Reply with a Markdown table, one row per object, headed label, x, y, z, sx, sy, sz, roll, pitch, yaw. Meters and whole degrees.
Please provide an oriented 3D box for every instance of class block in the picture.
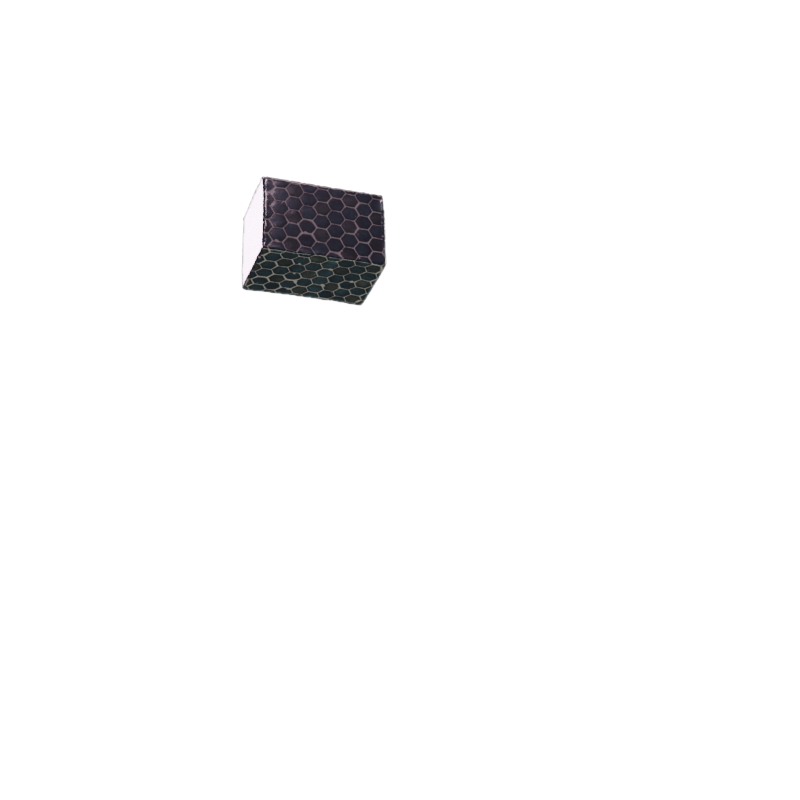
| label | x | y | z | sx | sy | sz | roll | pitch | yaw |
| --- | --- | --- | --- | --- | --- | --- | --- | --- | --- |
| block | -0.053 | -0.096 | 0.671 | 0.076 | 0.054 | 0.051 | 8 | -29 | -16 |
